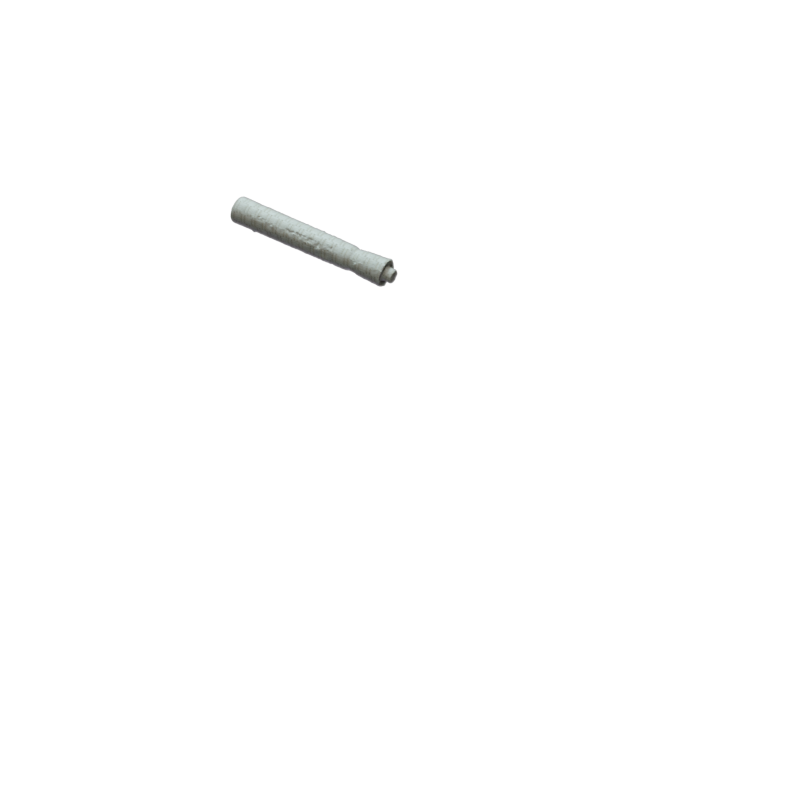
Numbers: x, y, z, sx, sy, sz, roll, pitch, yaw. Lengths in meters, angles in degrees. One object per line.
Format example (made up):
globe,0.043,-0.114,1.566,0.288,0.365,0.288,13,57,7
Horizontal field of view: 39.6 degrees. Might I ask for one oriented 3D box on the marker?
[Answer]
marker,-0.056,-0.102,0.717,0.127,0.019,0.019,26,14,24
